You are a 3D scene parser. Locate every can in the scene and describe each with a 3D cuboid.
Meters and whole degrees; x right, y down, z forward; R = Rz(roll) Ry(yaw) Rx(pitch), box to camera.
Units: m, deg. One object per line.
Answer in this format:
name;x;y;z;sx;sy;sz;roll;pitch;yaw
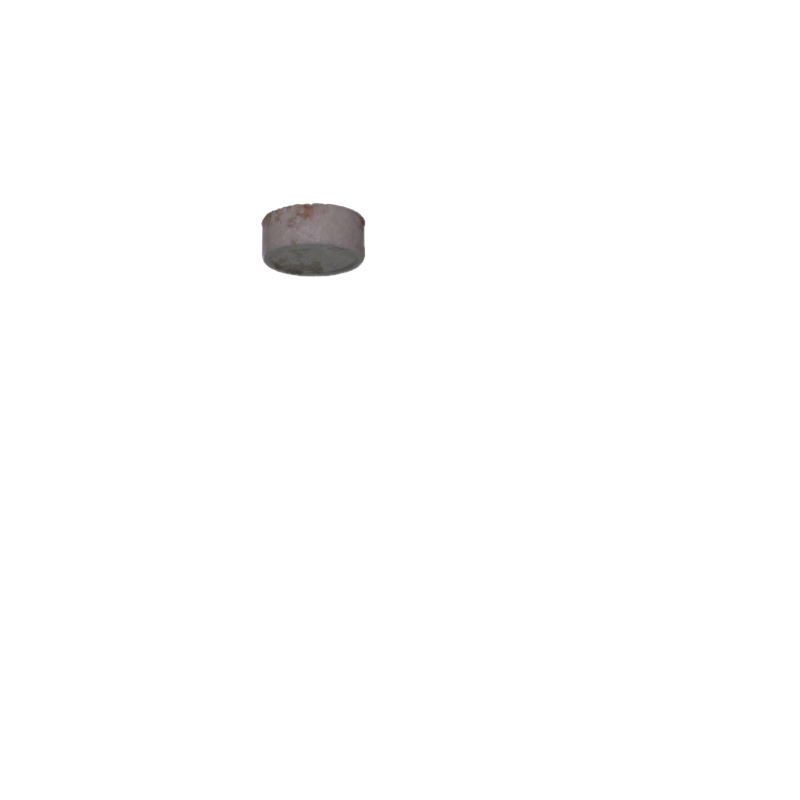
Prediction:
can;-0.071;-0.130;0.909;0.086;0.035;0.083;0;-15;-2
